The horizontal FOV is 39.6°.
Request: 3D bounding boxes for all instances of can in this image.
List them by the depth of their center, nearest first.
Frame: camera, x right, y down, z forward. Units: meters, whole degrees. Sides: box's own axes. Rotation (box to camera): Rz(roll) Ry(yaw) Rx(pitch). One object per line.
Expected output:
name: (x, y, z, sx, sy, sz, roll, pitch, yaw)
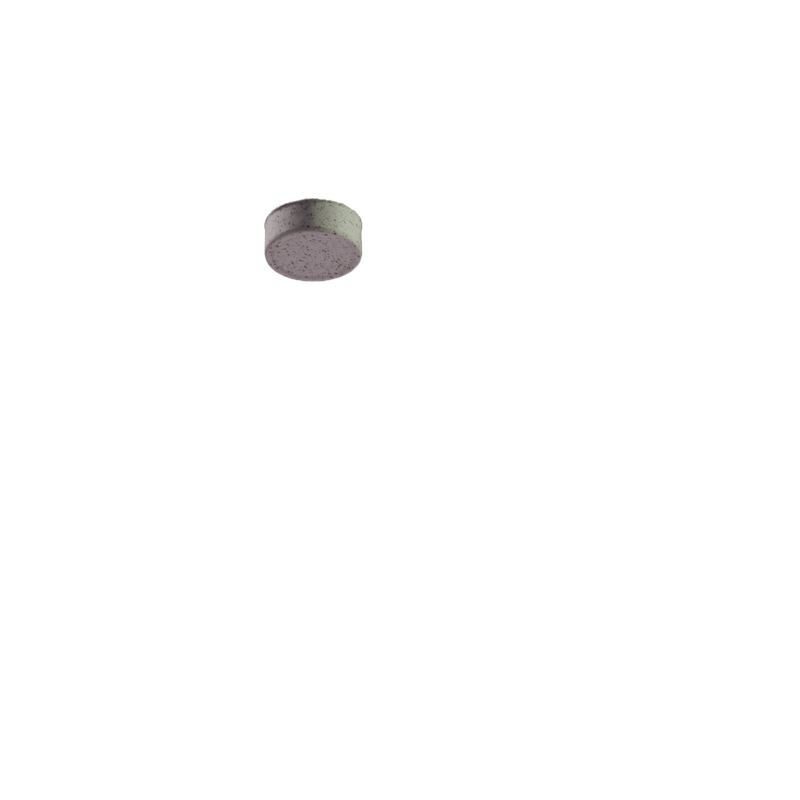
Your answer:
can: (-0.075, -0.137, 0.959, 0.086, 0.036, 0.081, 1, -27, -2)
